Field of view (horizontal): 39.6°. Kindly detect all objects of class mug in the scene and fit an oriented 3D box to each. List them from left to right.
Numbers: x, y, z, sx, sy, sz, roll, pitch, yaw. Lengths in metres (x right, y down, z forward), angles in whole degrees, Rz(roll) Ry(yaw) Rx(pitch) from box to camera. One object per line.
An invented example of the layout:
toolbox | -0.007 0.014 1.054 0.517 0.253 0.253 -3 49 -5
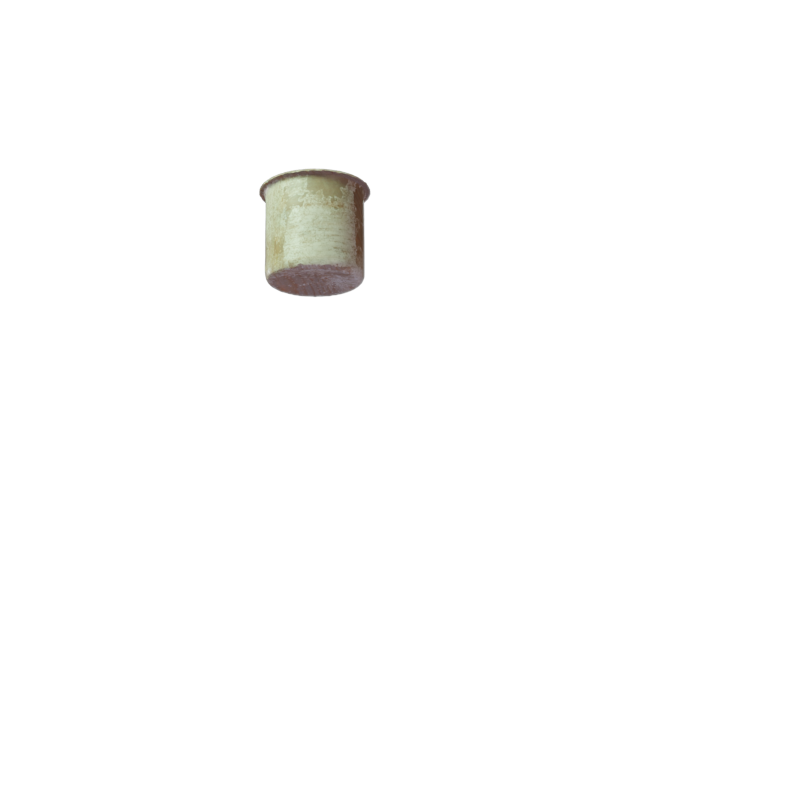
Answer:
mug | -0.072 -0.132 0.925 0.092 0.085 0.113 2 -17 -9
